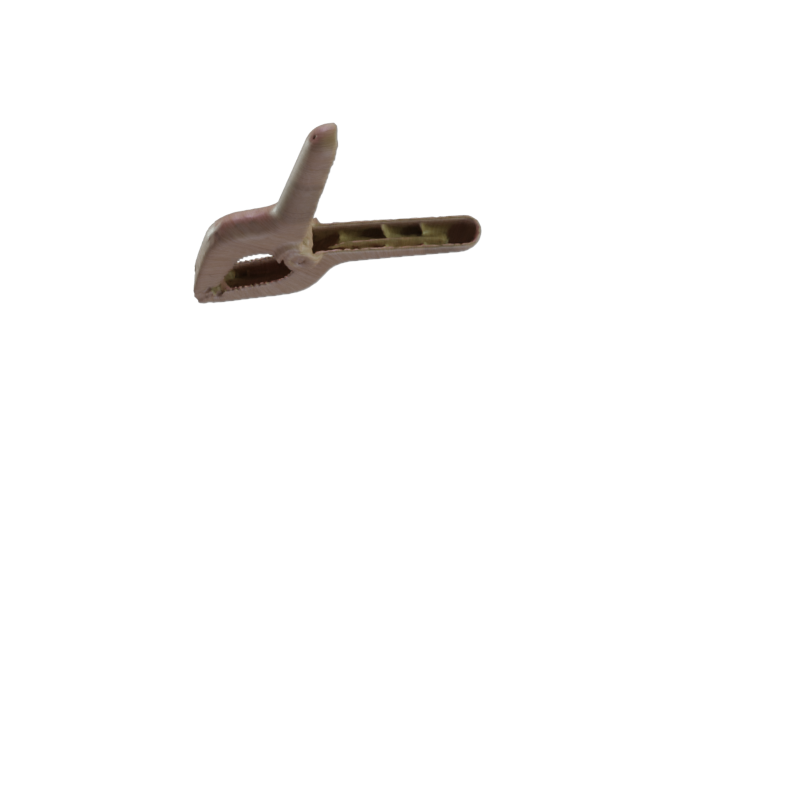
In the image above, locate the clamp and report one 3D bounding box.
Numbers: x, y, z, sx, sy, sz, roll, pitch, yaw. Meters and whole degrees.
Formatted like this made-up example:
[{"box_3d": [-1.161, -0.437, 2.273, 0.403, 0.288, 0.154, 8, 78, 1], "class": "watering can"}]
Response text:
[{"box_3d": [-0.061, -0.110, 0.774, 0.155, 0.039, 0.210, 22, -33, -39], "class": "clamp"}]
